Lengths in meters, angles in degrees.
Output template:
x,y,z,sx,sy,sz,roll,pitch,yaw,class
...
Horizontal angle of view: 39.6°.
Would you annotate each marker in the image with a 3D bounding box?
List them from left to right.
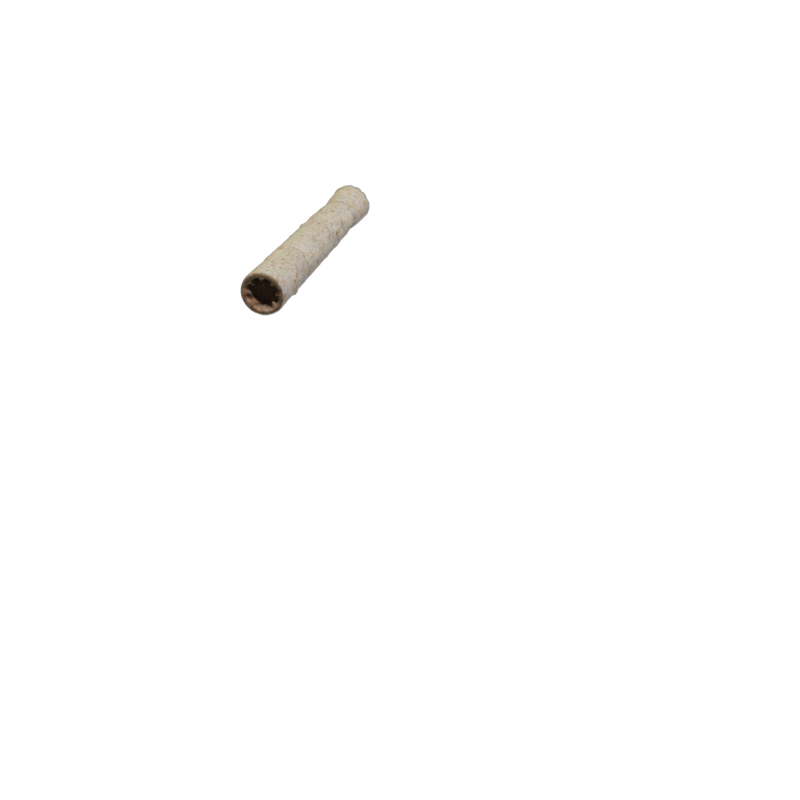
x,y,z,sx,sy,sz,roll,pitch,yaw,class
-0.038,-0.069,0.486,0.020,0.019,0.124,1,27,17,marker
